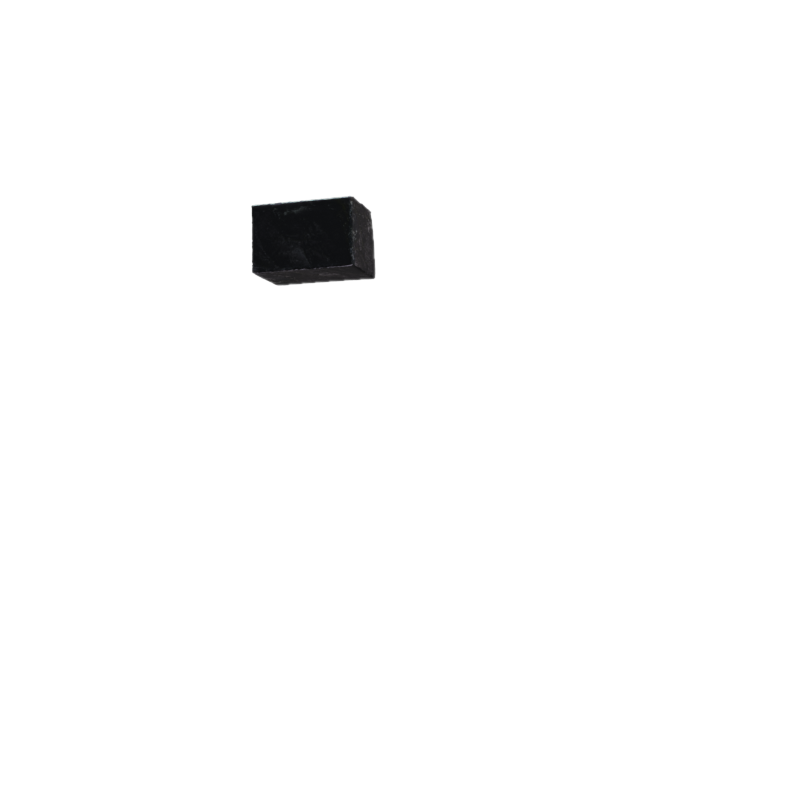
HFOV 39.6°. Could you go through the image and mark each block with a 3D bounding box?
[{"bbox_3d":[-0.062,-0.114,0.796,0.079,0.053,0.050,-3,-9,17],"label":"block"}]
